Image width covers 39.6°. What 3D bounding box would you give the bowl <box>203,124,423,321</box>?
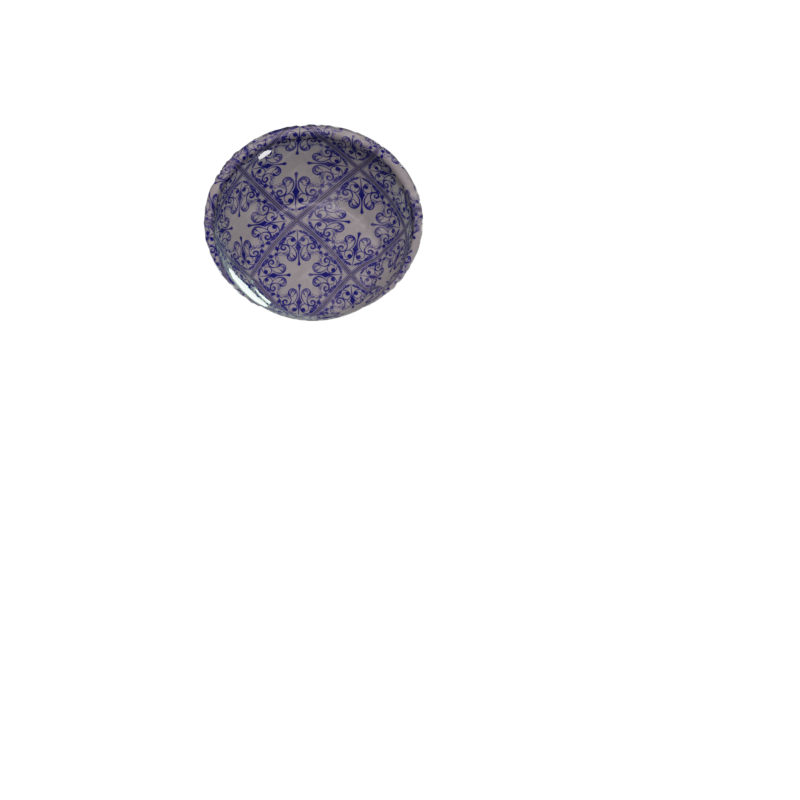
[{"bbox_3d":[-0.062,-0.114,0.796,0.162,0.153,0.058,1,30,-1],"label":"bowl"}]
